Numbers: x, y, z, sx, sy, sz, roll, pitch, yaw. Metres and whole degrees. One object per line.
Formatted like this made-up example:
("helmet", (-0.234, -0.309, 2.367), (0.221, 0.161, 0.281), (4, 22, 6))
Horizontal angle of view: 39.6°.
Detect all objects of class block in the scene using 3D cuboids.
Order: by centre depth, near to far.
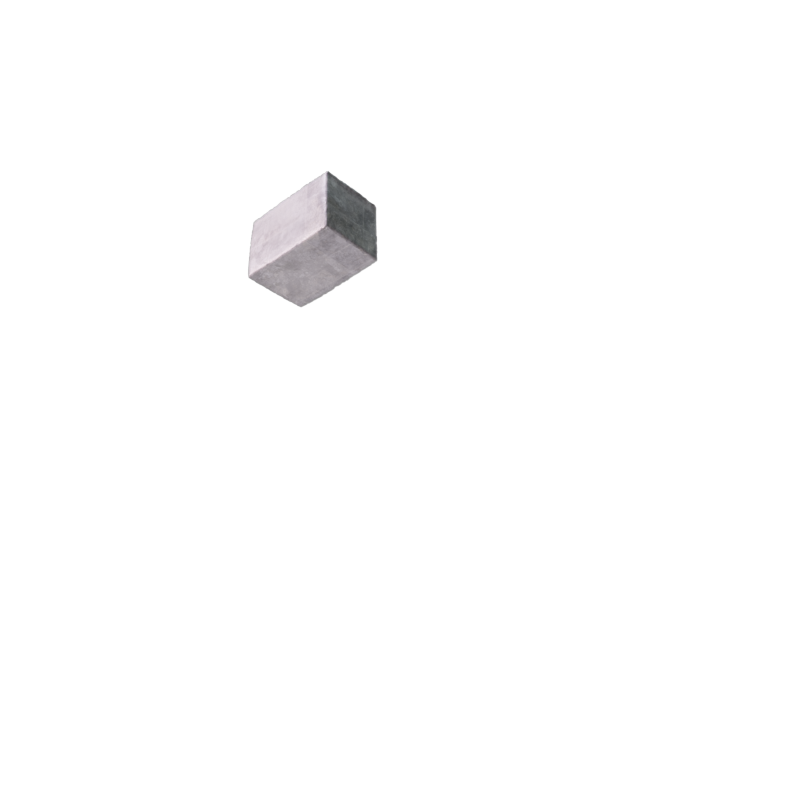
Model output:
("block", (-0.061, -0.111, 0.775), (0.078, 0.055, 0.049), (-29, -45, 32))
